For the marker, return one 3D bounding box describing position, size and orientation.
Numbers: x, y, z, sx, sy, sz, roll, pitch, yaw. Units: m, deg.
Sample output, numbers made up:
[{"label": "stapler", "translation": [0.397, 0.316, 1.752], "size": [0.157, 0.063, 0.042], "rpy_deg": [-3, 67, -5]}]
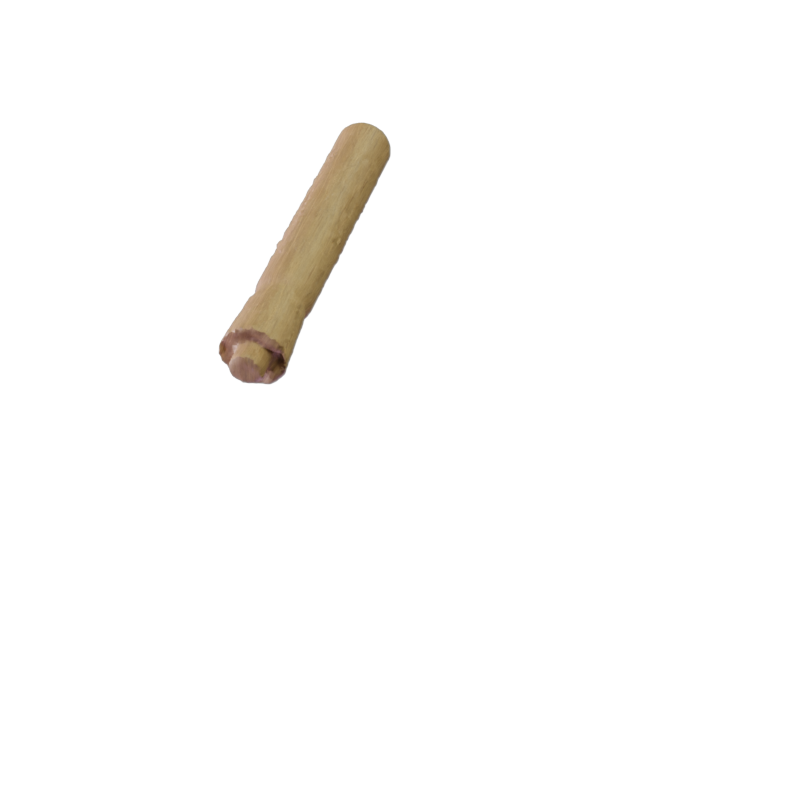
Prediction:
[{"label": "marker", "translation": [-0.026, -0.047, 0.329], "size": [0.020, 0.018, 0.127], "rpy_deg": [0, 38, 16]}]
